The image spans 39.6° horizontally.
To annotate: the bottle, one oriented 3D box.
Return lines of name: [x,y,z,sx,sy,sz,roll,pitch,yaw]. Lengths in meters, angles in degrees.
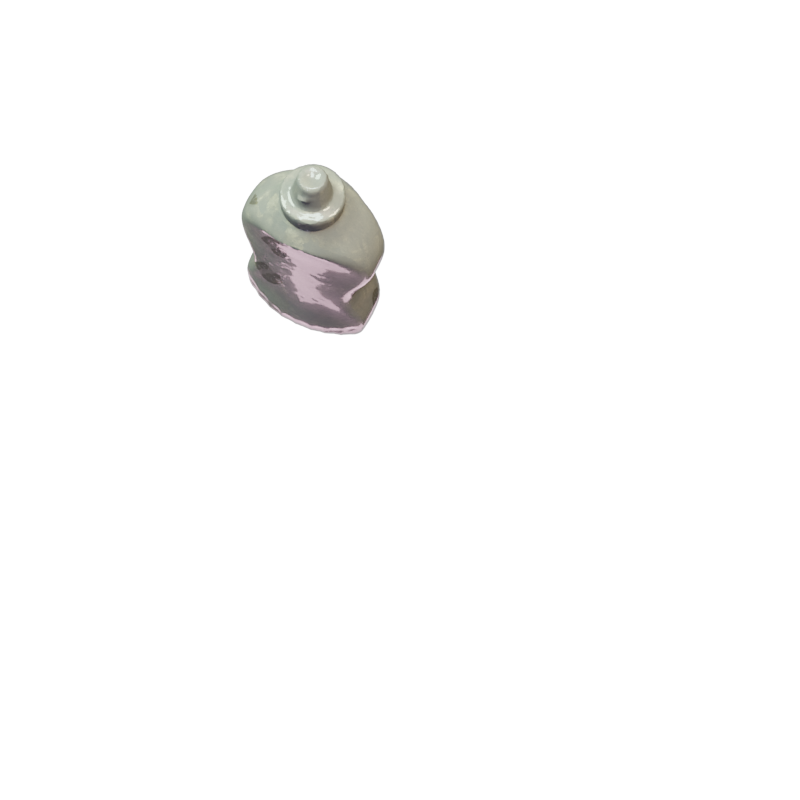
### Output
bottle: [-0.058,-0.105,0.742,0.098,0.060,0.183,28,-17,6]
